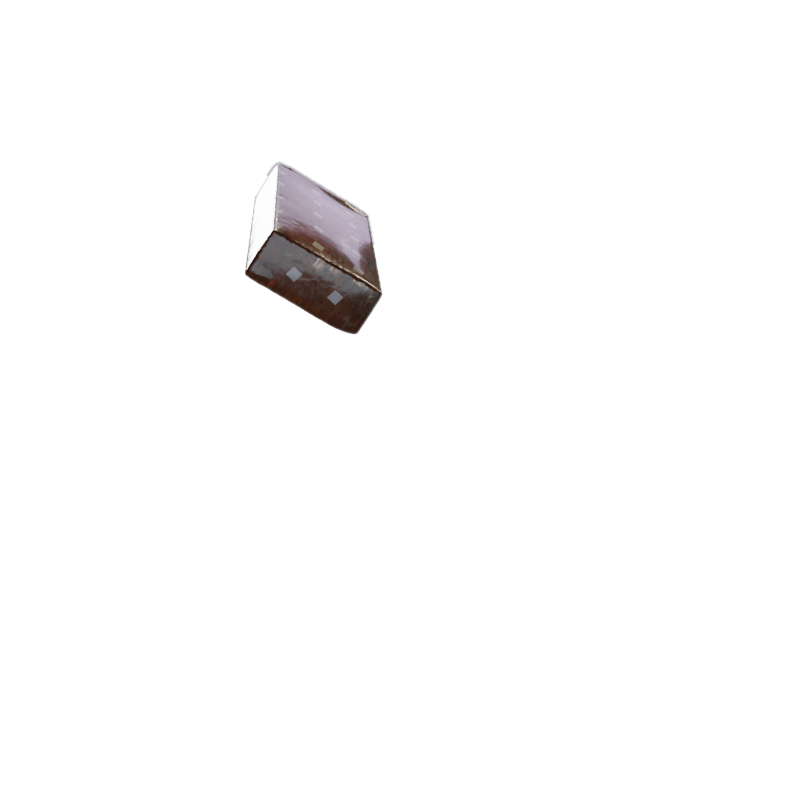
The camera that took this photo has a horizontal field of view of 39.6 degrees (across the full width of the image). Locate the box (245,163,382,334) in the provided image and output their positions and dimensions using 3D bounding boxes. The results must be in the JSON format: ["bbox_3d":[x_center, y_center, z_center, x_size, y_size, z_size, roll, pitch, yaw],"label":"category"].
[{"bbox_3d":[-0.066,-0.121,0.848,0.090,0.047,0.186,28,23,-17],"label":"box"}]
